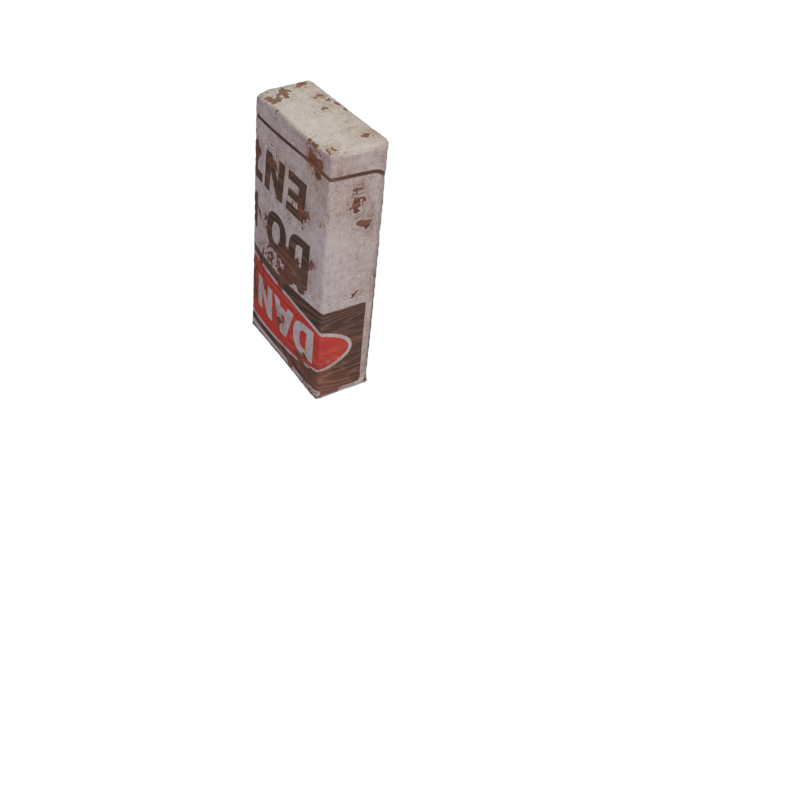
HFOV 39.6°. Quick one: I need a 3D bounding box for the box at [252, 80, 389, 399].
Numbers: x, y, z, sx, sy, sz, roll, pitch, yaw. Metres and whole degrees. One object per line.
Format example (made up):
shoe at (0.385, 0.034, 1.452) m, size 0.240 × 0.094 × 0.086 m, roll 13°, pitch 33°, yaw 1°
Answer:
box at (-0.054, -0.098, 0.688) m, size 0.047 × 0.165 × 0.101 m, roll -18°, pitch 41°, yaw -26°
